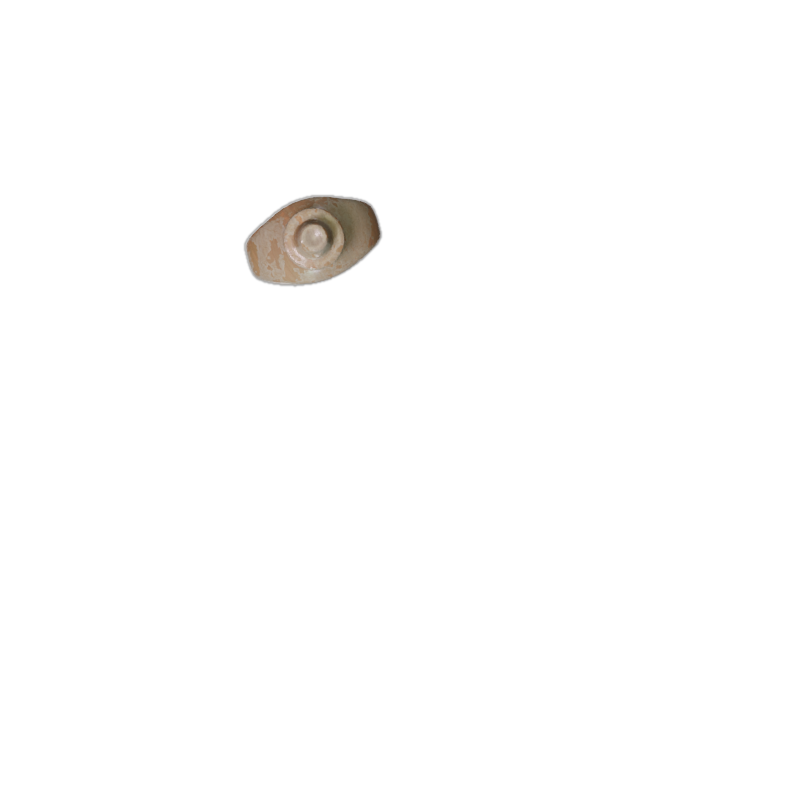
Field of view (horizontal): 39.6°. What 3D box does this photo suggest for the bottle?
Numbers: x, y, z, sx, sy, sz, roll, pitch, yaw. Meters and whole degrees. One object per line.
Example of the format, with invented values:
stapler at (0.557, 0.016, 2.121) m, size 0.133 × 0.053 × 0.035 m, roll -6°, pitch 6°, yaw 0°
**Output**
bottle at (-0.062, -0.114, 0.799) m, size 0.096 × 0.058 × 0.193 m, roll -16°, pitch 6°, yaw -2°
